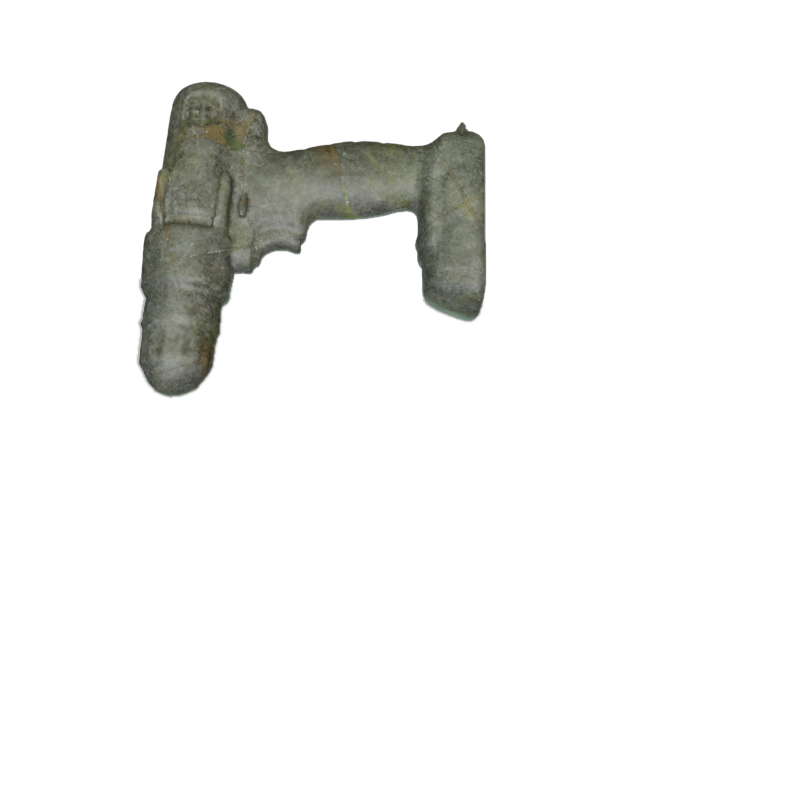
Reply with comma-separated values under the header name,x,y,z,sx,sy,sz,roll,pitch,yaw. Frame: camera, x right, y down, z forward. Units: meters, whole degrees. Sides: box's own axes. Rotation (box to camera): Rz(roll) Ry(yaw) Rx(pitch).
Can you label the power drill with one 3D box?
name,x,y,z,sx,sy,sz,roll,pitch,yaw
power drill,-0.048,-0.088,0.614,0.188,0.193,0.055,4,-20,1
